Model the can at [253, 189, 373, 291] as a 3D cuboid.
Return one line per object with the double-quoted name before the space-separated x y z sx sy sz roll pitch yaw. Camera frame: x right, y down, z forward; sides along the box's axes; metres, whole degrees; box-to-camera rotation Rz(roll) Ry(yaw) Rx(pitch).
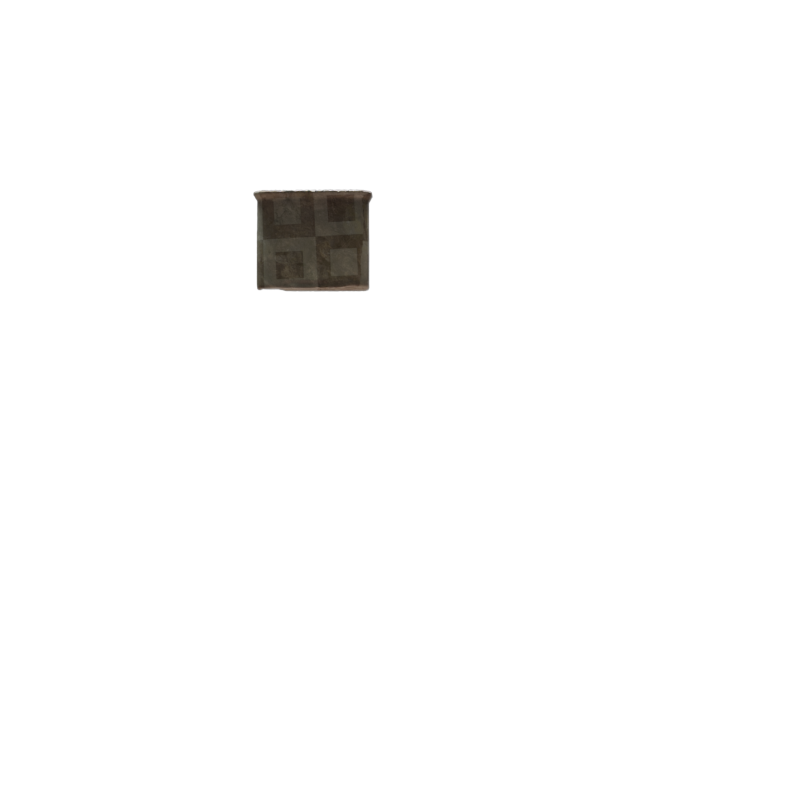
"can" -0.075 -0.136 0.954 0.102 0.085 0.057 0 -3 3
